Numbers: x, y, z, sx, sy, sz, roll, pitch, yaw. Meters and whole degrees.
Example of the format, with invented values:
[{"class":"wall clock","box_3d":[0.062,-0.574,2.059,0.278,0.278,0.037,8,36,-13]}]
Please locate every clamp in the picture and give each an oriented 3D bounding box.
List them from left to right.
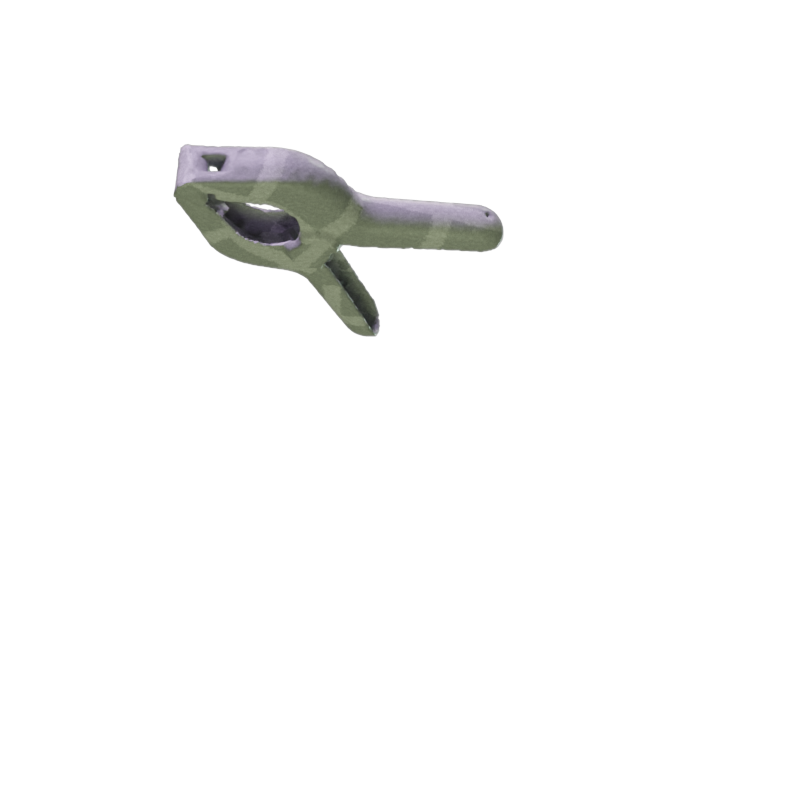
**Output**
[{"class":"clamp","box_3d":[-0.046,-0.084,0.588,0.165,0.042,0.116,18,-43,-20]}]
